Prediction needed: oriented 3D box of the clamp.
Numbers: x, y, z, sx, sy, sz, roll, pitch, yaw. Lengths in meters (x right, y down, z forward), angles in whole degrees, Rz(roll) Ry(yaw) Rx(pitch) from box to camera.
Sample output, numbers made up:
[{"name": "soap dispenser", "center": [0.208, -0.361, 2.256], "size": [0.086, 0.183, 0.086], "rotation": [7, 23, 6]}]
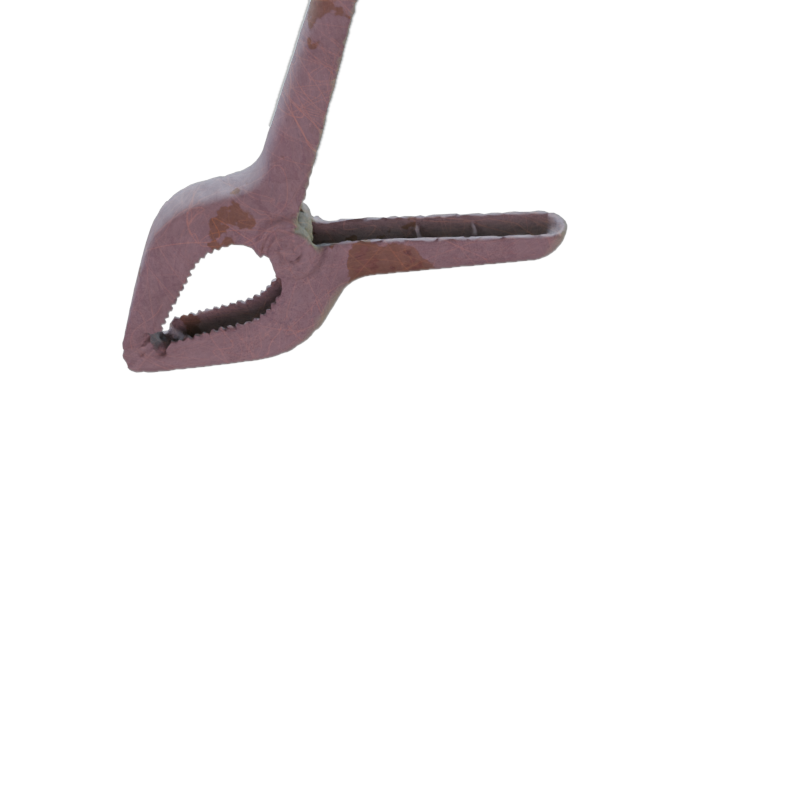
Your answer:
[{"name": "clamp", "center": [-0.040, -0.073, 0.510], "size": [0.207, 0.157, 0.039], "rotation": [-41, 21, 20]}]
